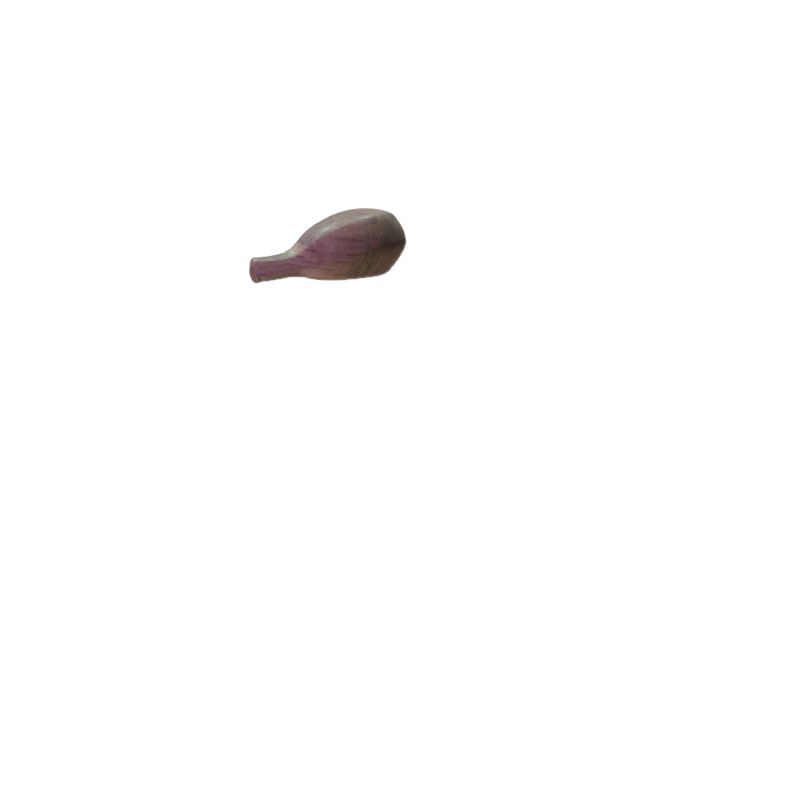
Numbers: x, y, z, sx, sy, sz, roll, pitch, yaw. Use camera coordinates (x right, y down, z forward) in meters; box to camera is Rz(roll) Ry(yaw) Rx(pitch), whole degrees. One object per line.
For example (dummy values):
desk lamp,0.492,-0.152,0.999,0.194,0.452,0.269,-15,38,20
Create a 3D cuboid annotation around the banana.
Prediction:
banana,-0.031,-0.088,0.615,0.070,0.036,0.198,1,9,5
